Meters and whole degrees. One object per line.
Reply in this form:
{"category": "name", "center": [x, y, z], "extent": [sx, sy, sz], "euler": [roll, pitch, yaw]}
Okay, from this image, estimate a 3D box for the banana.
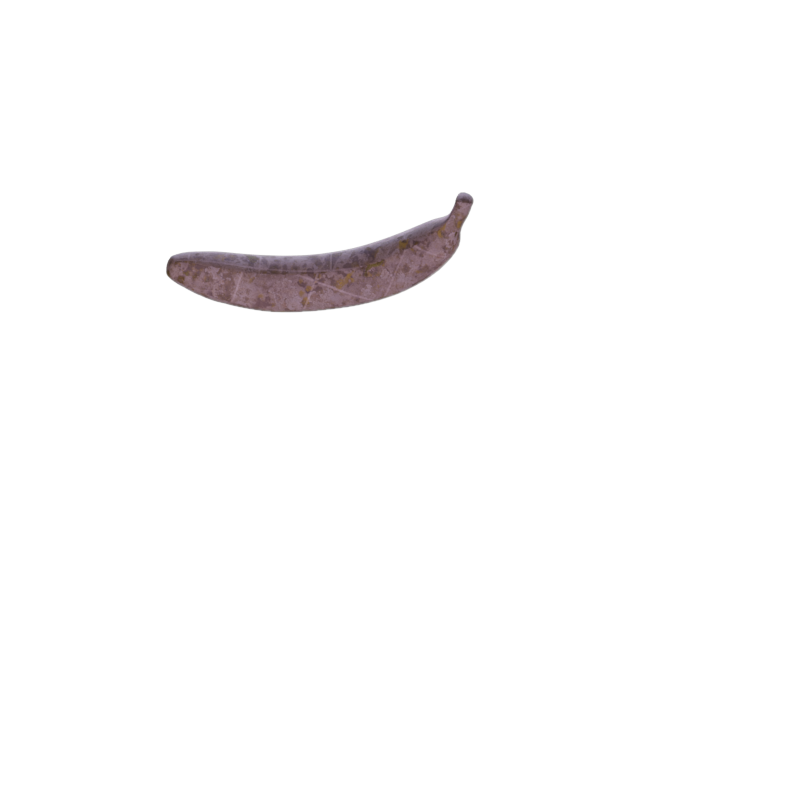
{"category": "banana", "center": [-0.046, -0.087, 0.705], "extent": [0.199, 0.065, 0.039], "euler": [-12, 36, 9]}
